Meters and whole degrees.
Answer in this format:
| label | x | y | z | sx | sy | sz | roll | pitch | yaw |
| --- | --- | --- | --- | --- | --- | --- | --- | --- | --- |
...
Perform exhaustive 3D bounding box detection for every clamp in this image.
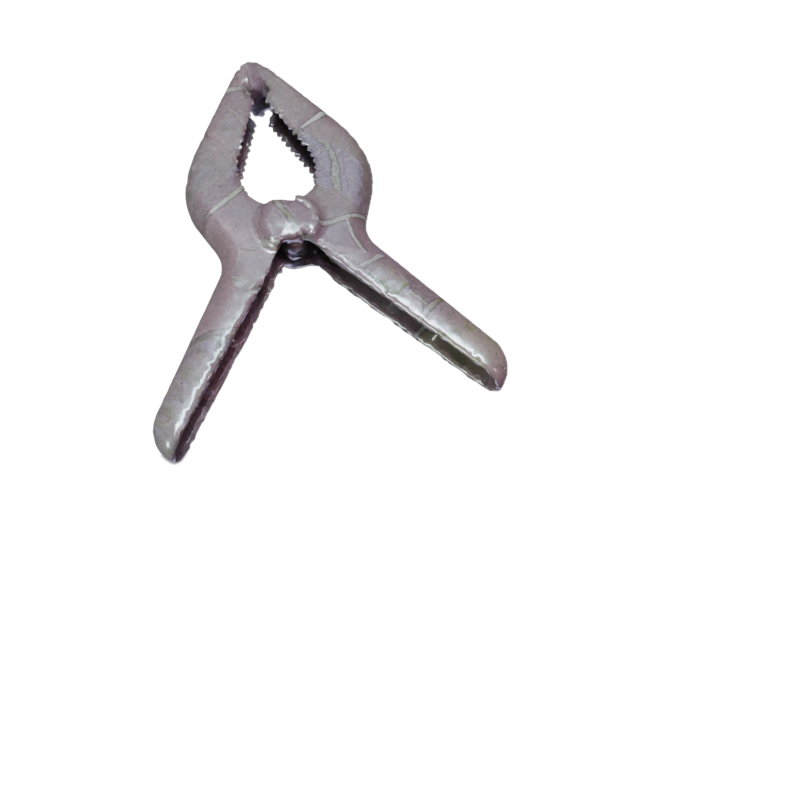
| label | x | y | z | sx | sy | sz | roll | pitch | yaw |
| --- | --- | --- | --- | --- | --- | --- | --- | --- | --- |
| clamp | -0.043 | -0.078 | 0.549 | 0.164 | 0.224 | 0.034 | -6 | -27 | -3 |
